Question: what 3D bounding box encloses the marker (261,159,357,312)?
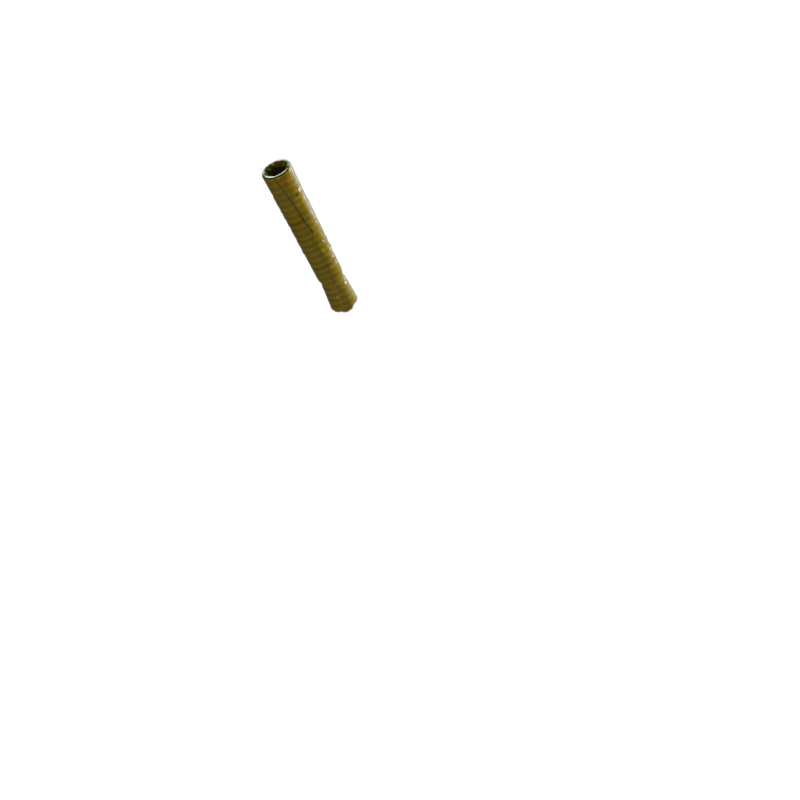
[{"bbox_3d":[-0.054,-0.099,0.693,0.020,0.112,0.021,-16,41,13],"label":"marker"}]
